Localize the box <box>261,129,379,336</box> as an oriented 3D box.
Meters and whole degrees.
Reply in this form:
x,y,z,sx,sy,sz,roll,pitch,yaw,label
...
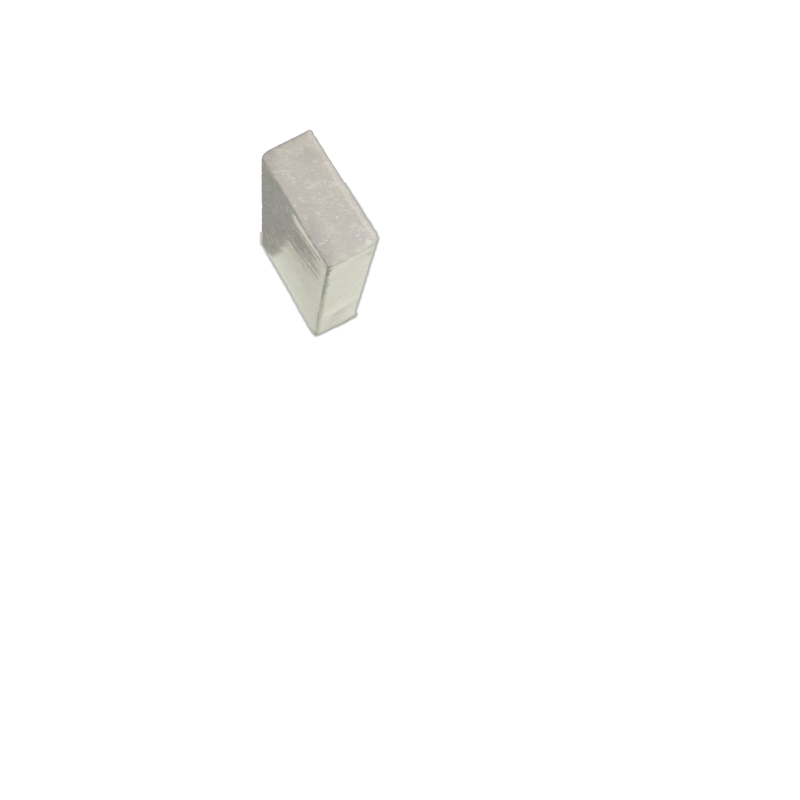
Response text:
x,y,z,sx,sy,sz,roll,pitch,yaw,label
-0.063,-0.114,0.801,0.048,0.097,0.170,-29,-10,-9,box
